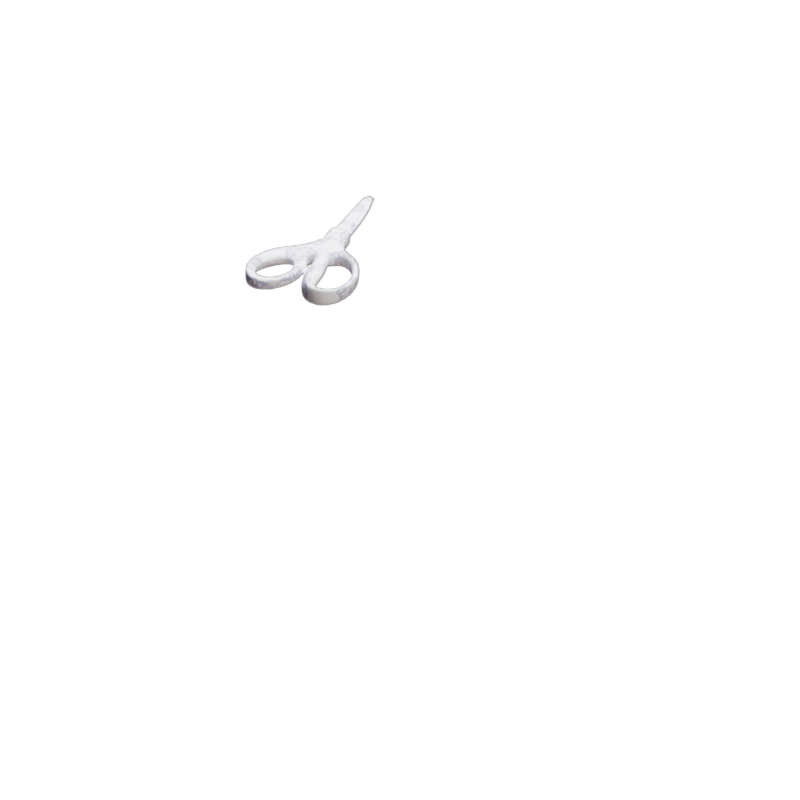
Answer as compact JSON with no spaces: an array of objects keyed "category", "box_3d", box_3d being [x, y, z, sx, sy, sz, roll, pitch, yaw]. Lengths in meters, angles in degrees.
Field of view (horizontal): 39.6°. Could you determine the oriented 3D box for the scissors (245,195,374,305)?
[{"category":"scissors","box_3d":[-0.070,-0.128,0.898,0.096,0.015,0.213,0,30,0]}]
